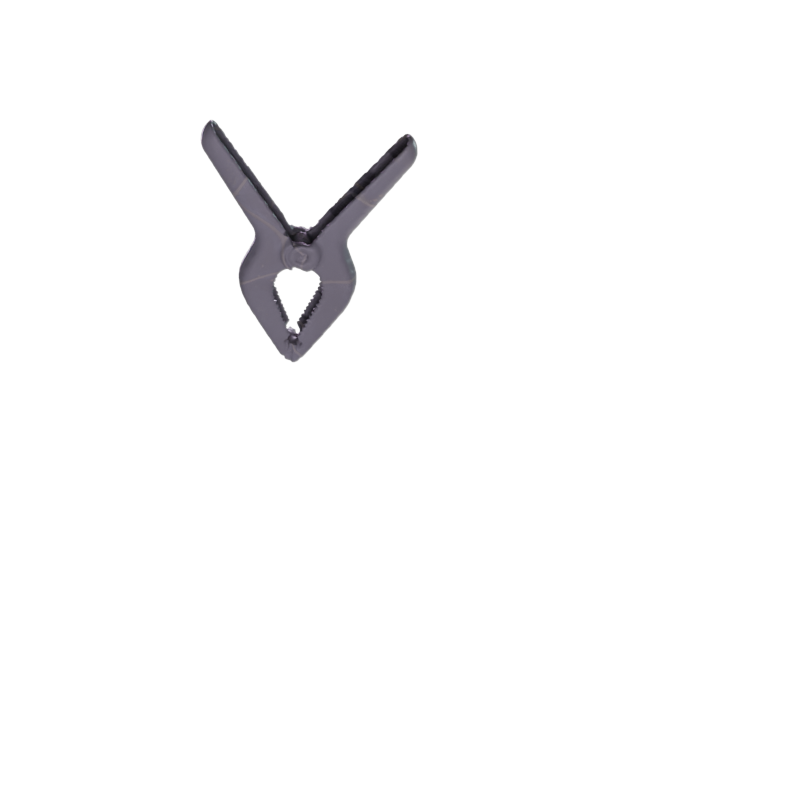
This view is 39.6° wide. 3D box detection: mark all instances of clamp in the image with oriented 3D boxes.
[{"bbox_3d":[-0.069,-0.126,0.883,0.164,0.198,0.039,-1,29,0],"label":"clamp"}]
